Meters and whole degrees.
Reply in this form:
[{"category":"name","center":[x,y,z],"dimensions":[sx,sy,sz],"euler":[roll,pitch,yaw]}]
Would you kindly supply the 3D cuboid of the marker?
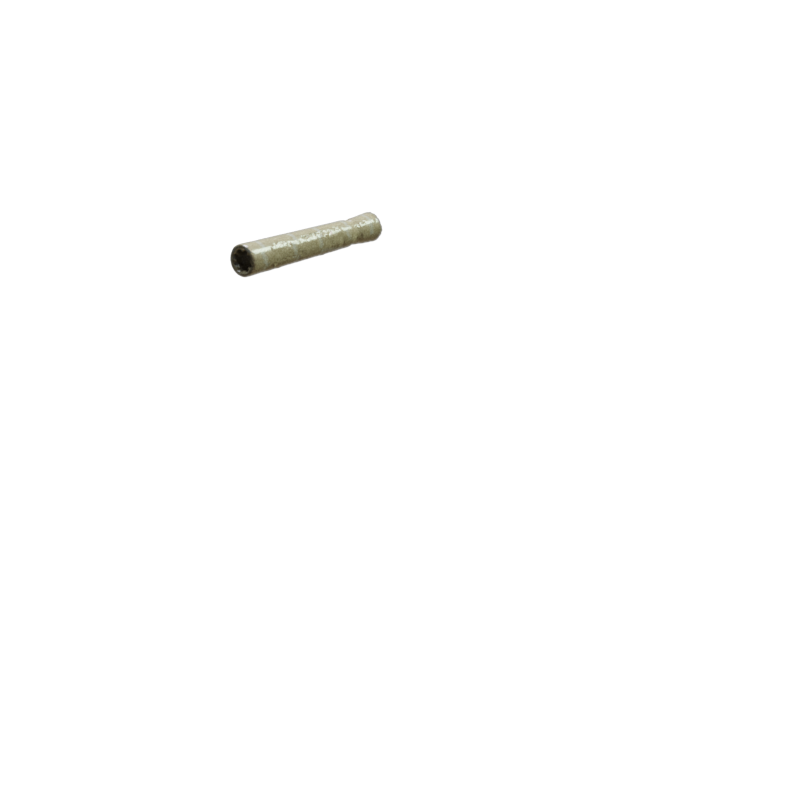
[{"category":"marker","center":[-0.051,-0.094,0.655],"dimensions":[0.021,0.019,0.119],"euler":[3,18,39]}]
